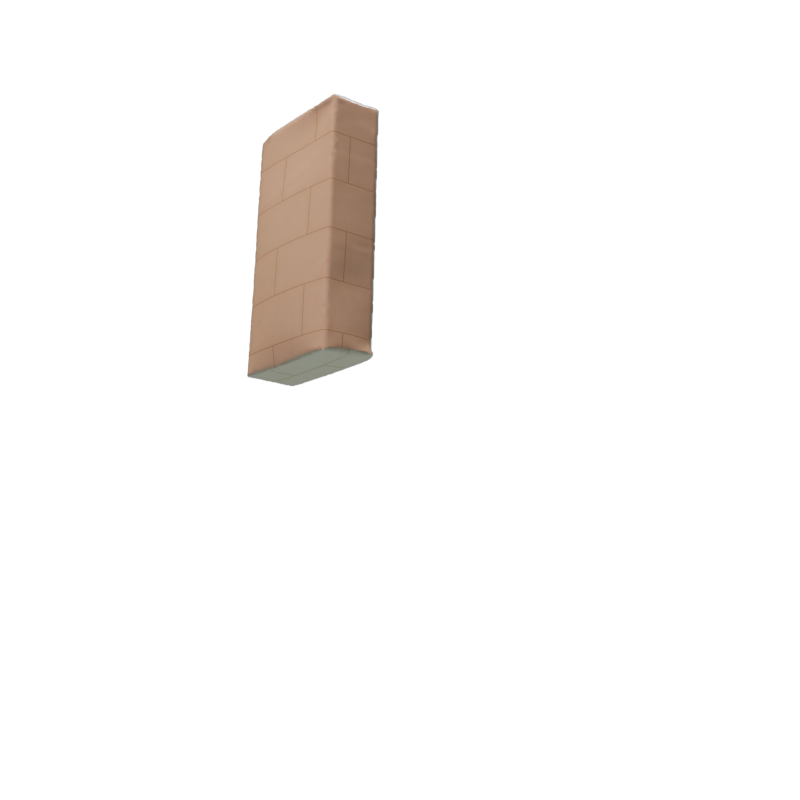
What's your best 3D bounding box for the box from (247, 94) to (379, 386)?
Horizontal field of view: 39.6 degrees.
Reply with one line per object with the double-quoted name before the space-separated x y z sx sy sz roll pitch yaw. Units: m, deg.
"box" -0.058 -0.106 0.740 0.046 0.184 0.094 13 -23 -36
